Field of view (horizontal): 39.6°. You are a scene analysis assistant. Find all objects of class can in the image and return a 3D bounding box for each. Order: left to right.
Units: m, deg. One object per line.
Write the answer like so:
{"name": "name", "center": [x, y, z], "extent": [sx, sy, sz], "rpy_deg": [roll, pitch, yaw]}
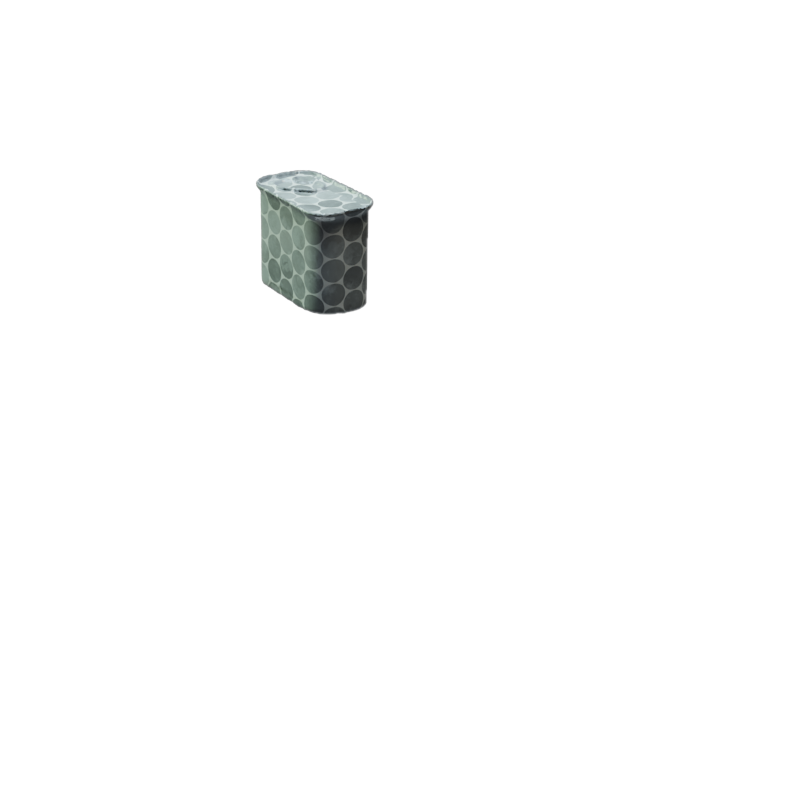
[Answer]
{"name": "can", "center": [-0.067, -0.121, 0.849], "extent": [0.056, 0.080, 0.109], "rpy_deg": [-15, 31, -31]}
